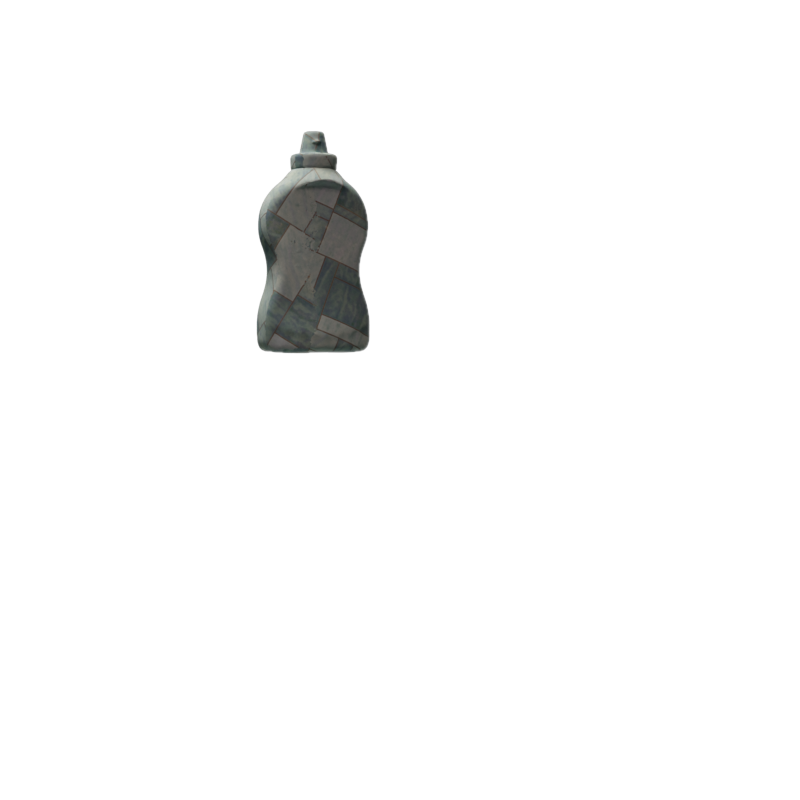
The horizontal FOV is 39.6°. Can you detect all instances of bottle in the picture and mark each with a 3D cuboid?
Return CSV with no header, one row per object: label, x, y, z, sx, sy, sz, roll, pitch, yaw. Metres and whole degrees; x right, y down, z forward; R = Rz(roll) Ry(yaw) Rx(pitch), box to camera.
bottle,-0.075,-0.138,0.965,0.094,0.193,0.059,1,-3,-18
